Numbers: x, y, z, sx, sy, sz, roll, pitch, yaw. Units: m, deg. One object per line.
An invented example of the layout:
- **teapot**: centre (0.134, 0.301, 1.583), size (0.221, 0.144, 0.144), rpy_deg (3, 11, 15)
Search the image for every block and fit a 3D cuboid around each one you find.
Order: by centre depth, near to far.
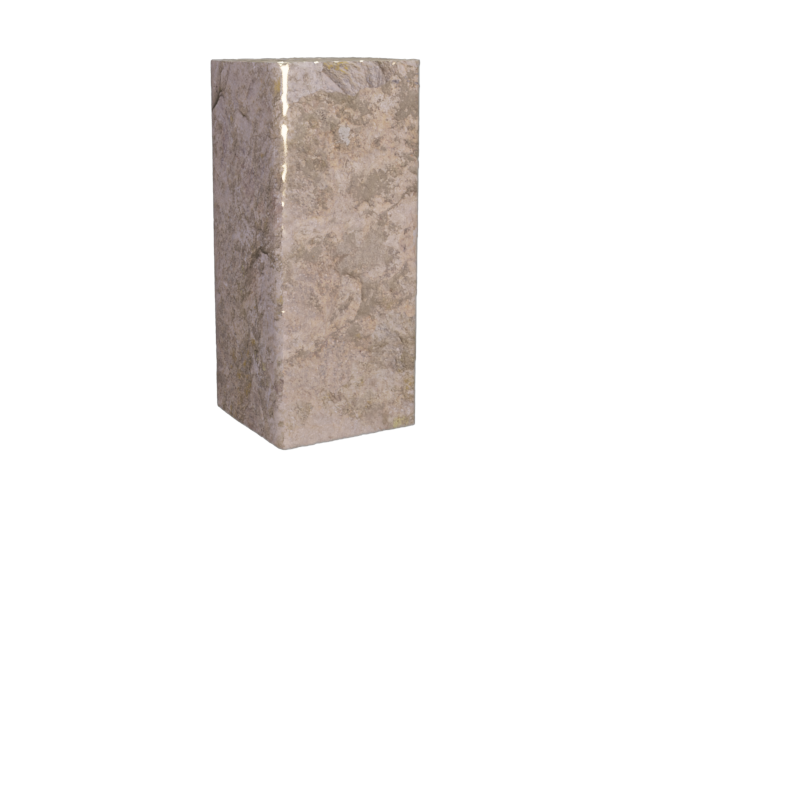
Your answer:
- **block**: centre (-0.049, -0.090, 0.631), size (0.088, 0.201, 0.095), rpy_deg (-6, 14, -30)
